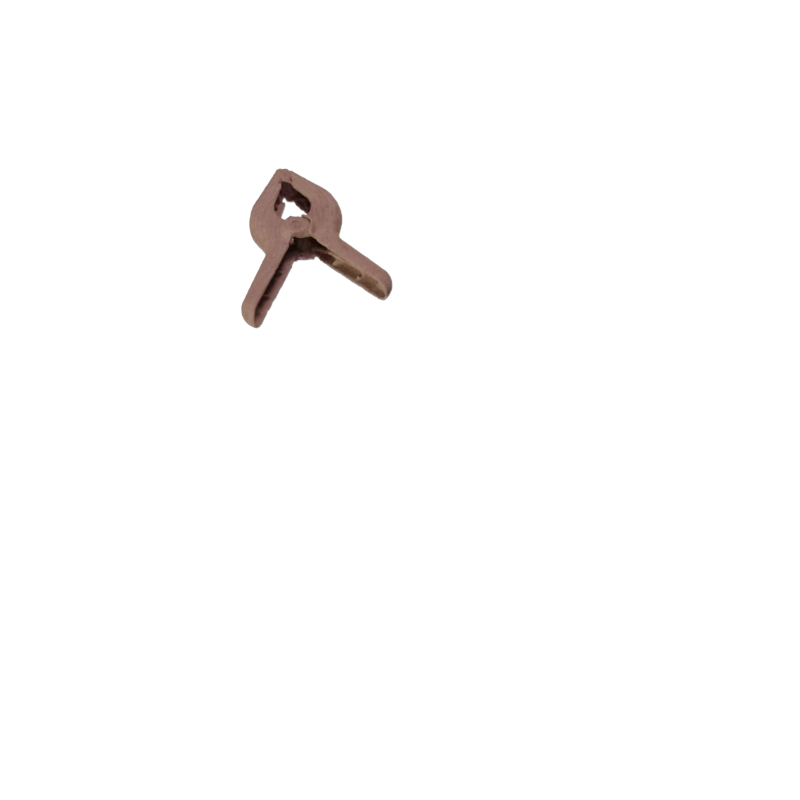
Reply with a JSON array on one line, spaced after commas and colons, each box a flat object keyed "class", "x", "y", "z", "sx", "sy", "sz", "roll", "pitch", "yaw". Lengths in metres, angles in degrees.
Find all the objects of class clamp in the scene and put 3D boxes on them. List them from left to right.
[{"class": "clamp", "x": -0.072, "y": -0.132, "z": 0.923, "sx": 0.120, "sy": 0.185, "sz": 0.036, "roll": -3, "pitch": -41, "yaw": -3}]
